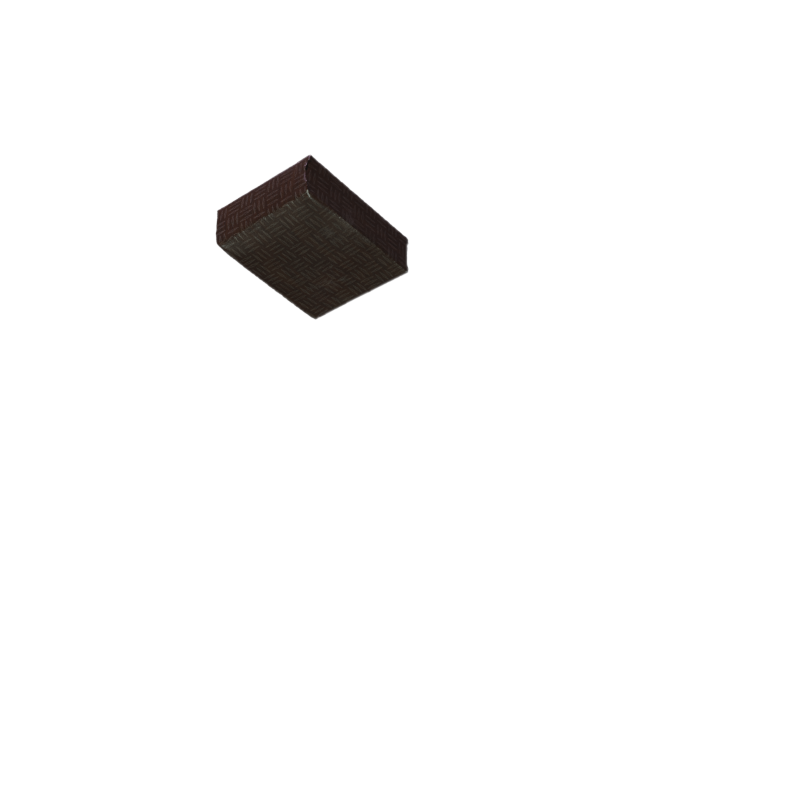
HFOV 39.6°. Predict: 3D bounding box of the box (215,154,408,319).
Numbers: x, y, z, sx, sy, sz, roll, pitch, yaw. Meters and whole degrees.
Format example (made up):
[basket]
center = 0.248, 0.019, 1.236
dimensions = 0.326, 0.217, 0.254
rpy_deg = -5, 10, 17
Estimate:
[box]
center = -0.062, -0.112, 0.788
dimensions = 0.090, 0.042, 0.106
rpy_deg = -26, -44, 30
